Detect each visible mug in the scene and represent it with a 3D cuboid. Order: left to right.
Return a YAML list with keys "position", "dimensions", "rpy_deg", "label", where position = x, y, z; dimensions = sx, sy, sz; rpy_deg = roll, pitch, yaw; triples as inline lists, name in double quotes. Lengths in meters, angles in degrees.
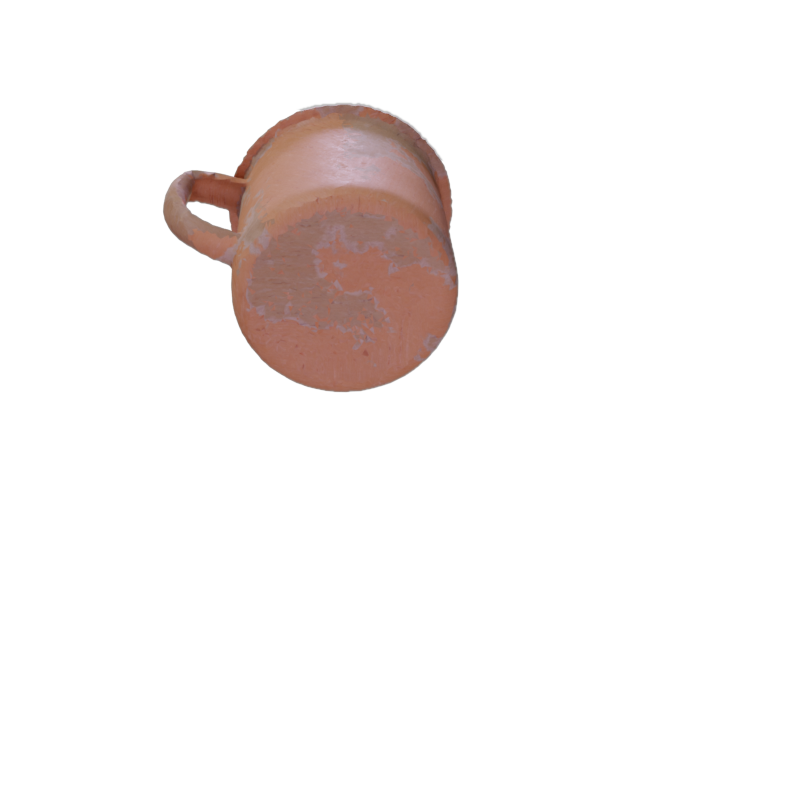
- position: [-0.033, -0.060, 0.423]
  dimensions: [0.115, 0.090, 0.086]
  rpy_deg: [18, 26, -11]
  label: "mug"
